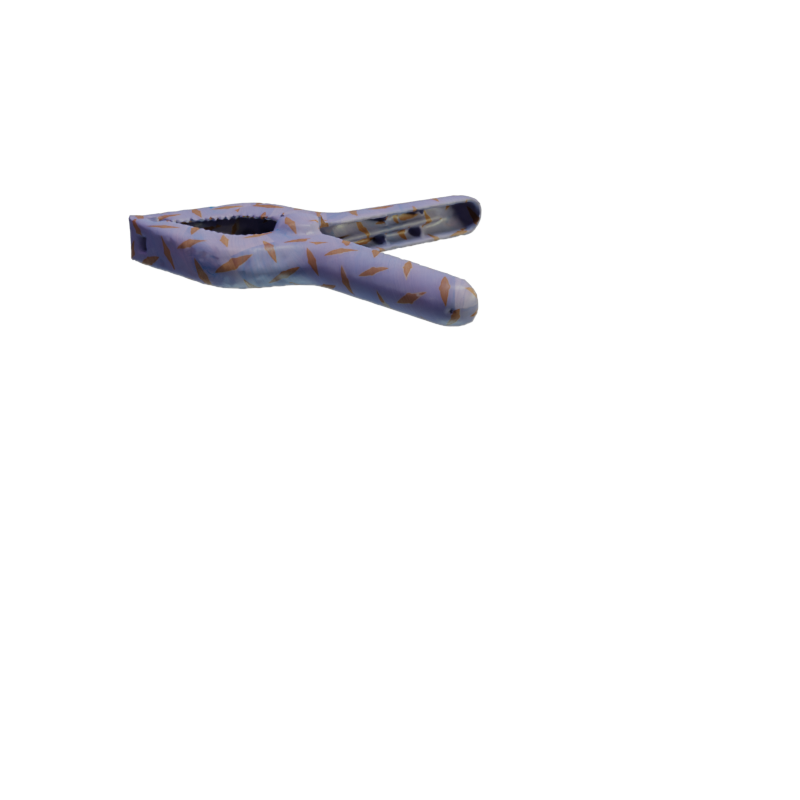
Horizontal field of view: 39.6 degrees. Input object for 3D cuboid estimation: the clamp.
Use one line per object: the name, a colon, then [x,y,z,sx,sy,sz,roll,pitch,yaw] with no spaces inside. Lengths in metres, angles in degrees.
clamp: [-0.050,-0.091,0.641,0.214,0.035,0.169,6,26,13]
